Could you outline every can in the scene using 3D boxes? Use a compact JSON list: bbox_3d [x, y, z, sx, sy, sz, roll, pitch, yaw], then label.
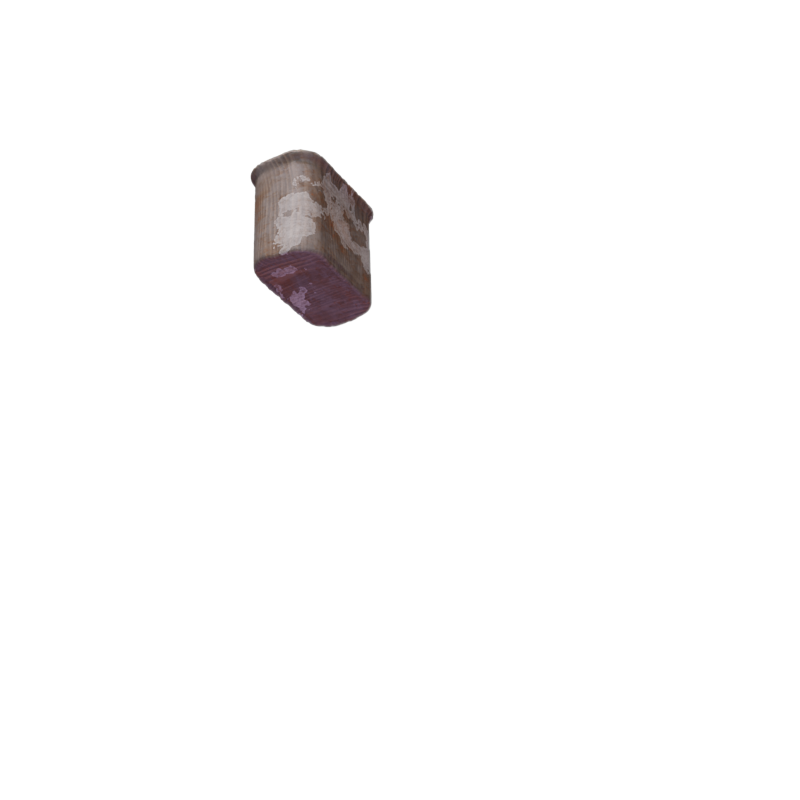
[{"bbox_3d":[-0.061,-0.111,0.776,0.058,0.090,0.094,-19,-36,24],"label":"can"}]
